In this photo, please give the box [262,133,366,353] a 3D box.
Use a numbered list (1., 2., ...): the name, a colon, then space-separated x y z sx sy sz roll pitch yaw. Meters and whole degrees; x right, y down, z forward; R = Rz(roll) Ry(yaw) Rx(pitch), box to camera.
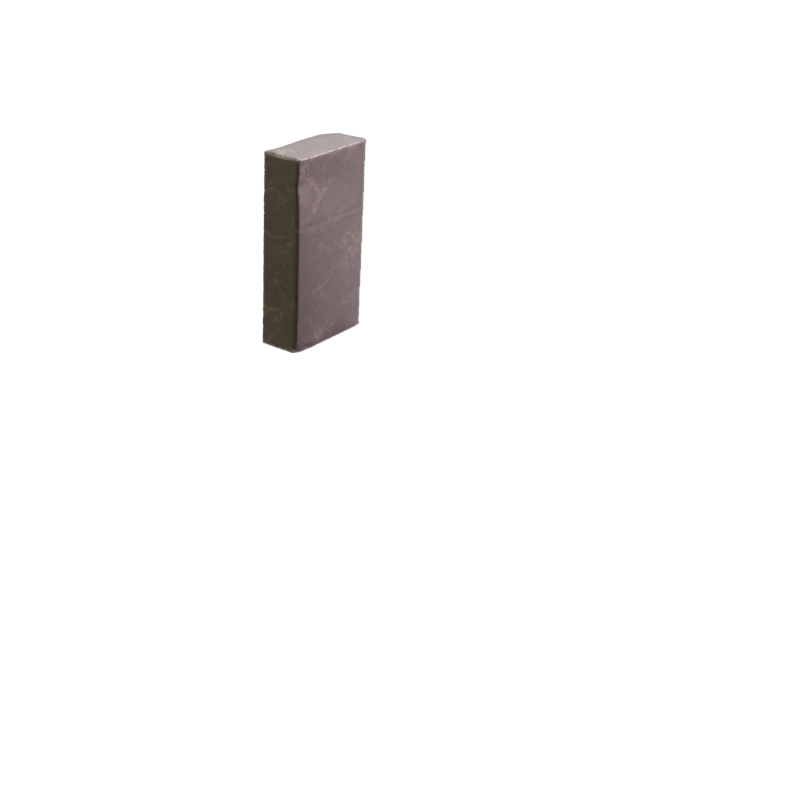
1. box: -0.075 -0.137 0.960 0.051 0.169 0.093 15 25 34
